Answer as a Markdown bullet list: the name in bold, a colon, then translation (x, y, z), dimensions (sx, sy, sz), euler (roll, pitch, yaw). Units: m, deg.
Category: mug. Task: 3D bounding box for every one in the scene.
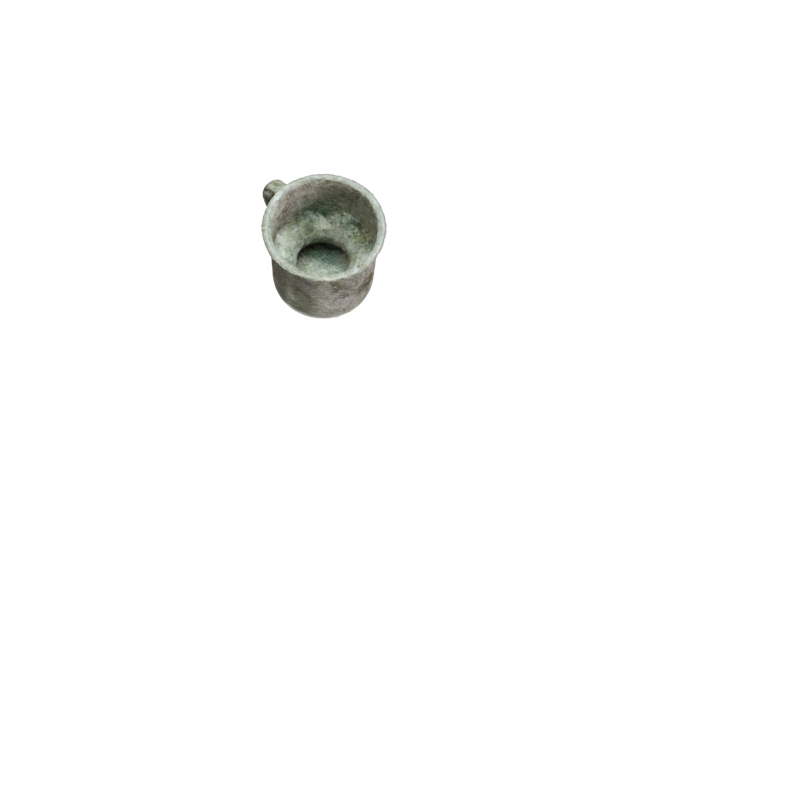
- **mug**: translation (-0.068, -0.123, 0.863), dimensions (0.094, 0.123, 0.077), euler (-39, -19, -18)
